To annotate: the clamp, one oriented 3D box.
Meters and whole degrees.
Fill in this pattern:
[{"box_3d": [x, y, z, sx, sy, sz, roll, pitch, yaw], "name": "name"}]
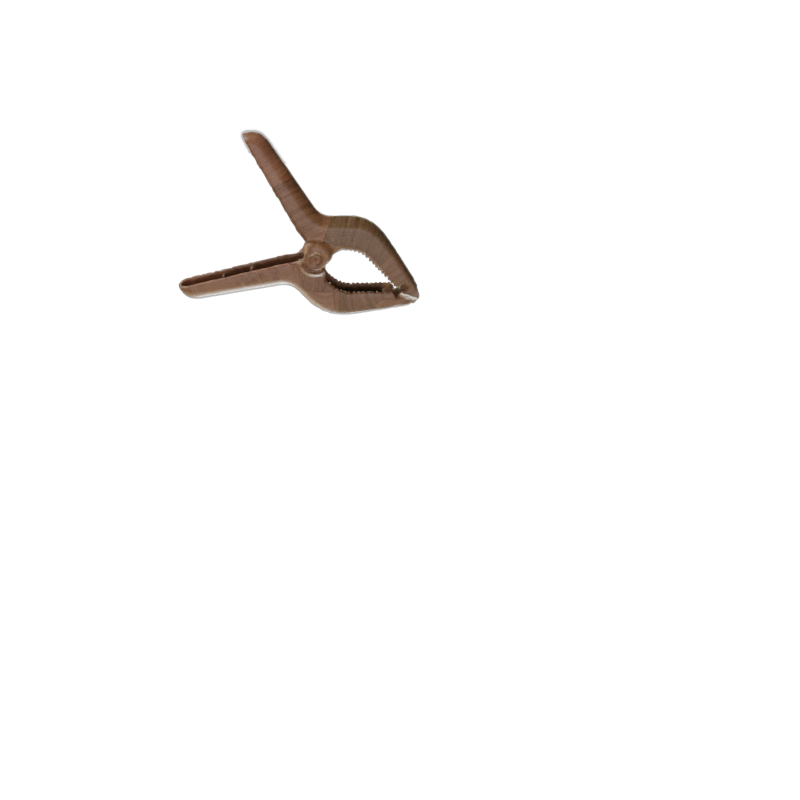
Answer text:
[{"box_3d": [-0.077, -0.141, 0.989, 0.207, 0.158, 0.038, 16, 22, -7], "name": "clamp"}]
